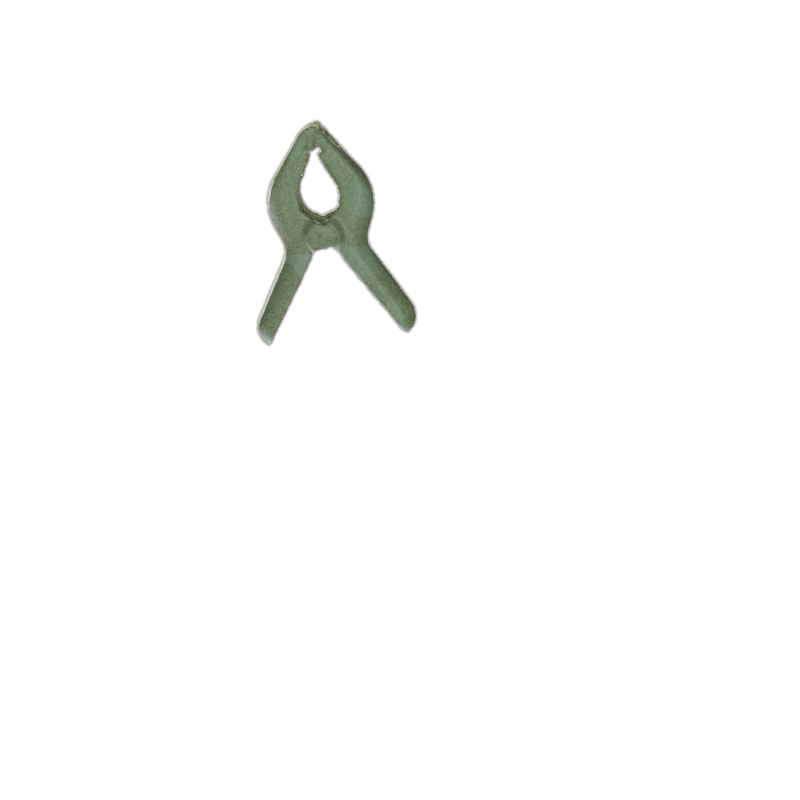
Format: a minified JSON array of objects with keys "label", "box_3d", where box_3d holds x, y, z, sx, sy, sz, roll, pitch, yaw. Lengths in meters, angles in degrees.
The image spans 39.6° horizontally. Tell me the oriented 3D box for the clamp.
[{"label":"clamp","box_3d":[-0.065,-0.118,0.830,0.120,0.167,0.040,-15,11,3]}]
